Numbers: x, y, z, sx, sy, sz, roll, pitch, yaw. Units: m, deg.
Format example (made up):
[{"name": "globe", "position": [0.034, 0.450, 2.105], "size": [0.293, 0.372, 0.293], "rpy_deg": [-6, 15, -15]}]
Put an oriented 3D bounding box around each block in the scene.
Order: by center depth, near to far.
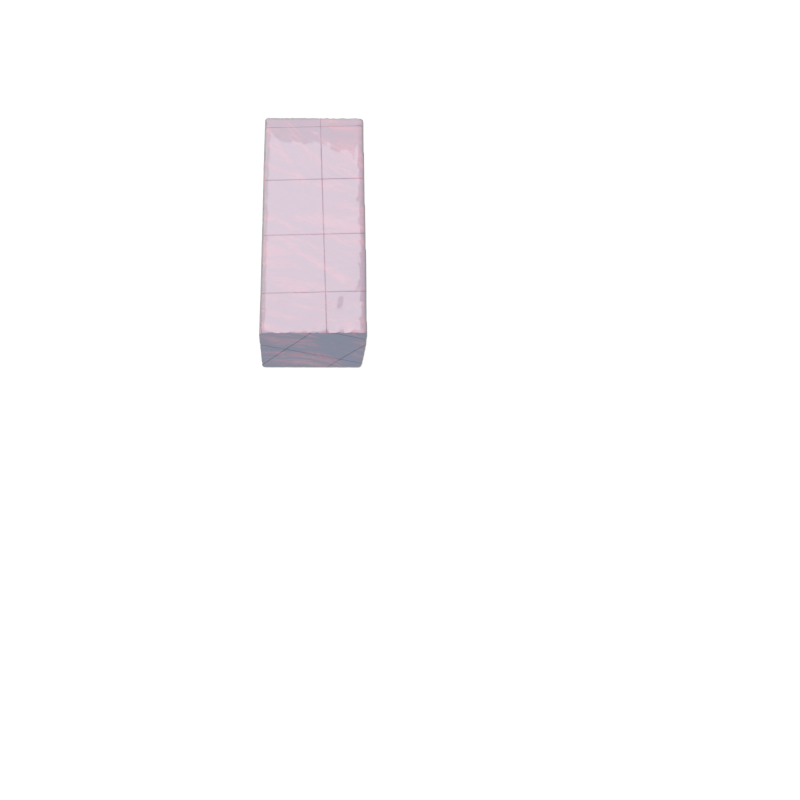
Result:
[{"name": "block", "position": [-0.077, -0.141, 0.988], "size": [0.090, 0.218, 0.086], "rpy_deg": [0, -23, -3]}]
